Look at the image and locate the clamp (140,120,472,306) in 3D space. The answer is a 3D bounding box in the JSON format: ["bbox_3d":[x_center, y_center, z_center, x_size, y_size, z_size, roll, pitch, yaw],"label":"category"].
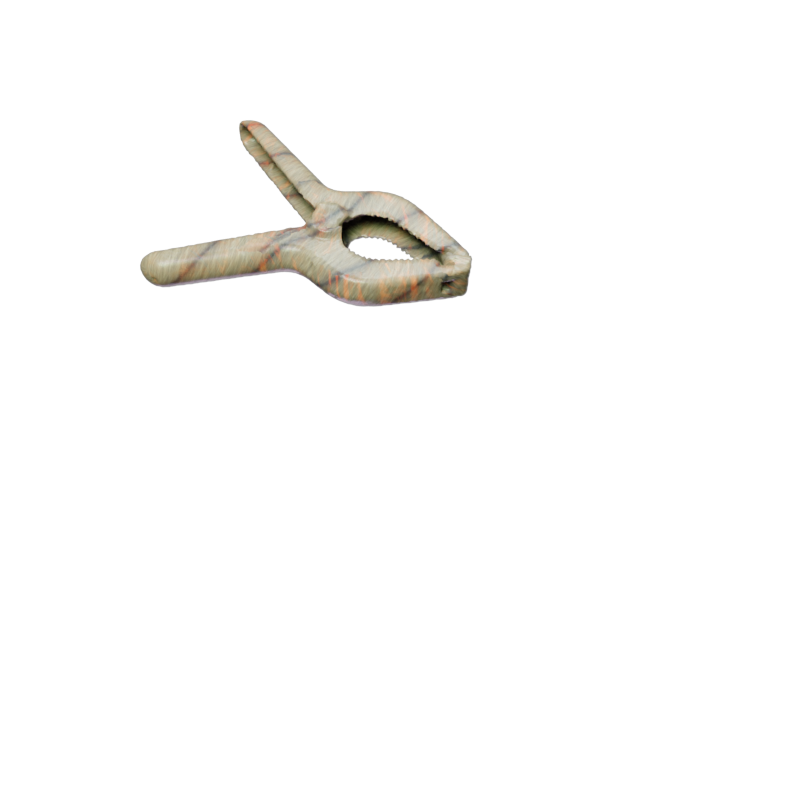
[{"bbox_3d":[-0.058,-0.107,0.747,0.218,0.170,0.034,23,-36,18],"label":"clamp"}]
